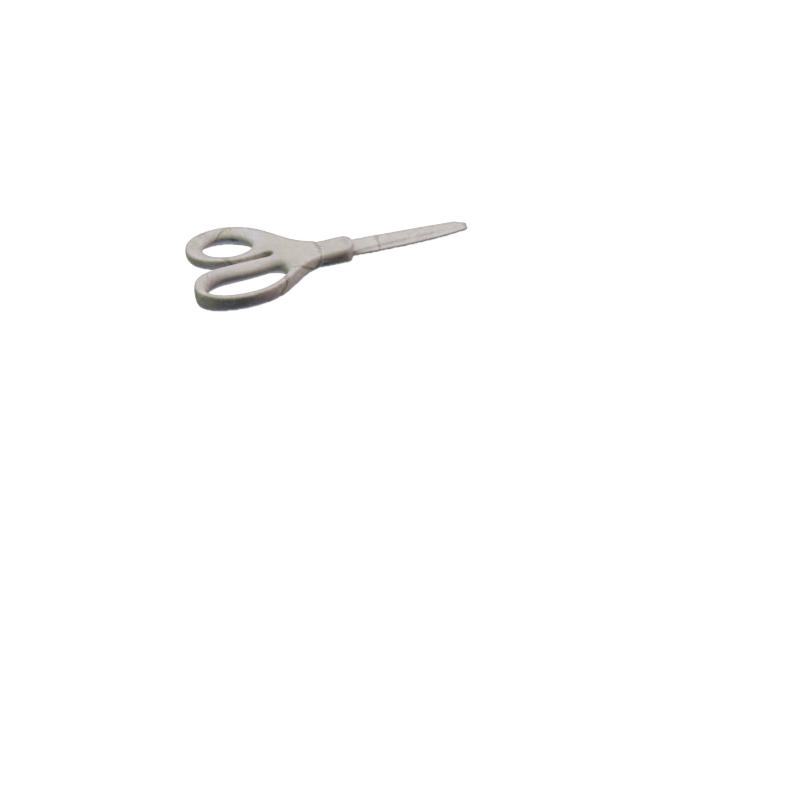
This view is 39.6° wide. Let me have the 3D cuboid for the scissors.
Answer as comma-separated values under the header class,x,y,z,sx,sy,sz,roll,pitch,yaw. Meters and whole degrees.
class,x,y,z,sx,sy,sz,roll,pitch,yaw
scissors,-0.060,-0.109,0.766,0.200,0.015,0.103,-25,43,-30
